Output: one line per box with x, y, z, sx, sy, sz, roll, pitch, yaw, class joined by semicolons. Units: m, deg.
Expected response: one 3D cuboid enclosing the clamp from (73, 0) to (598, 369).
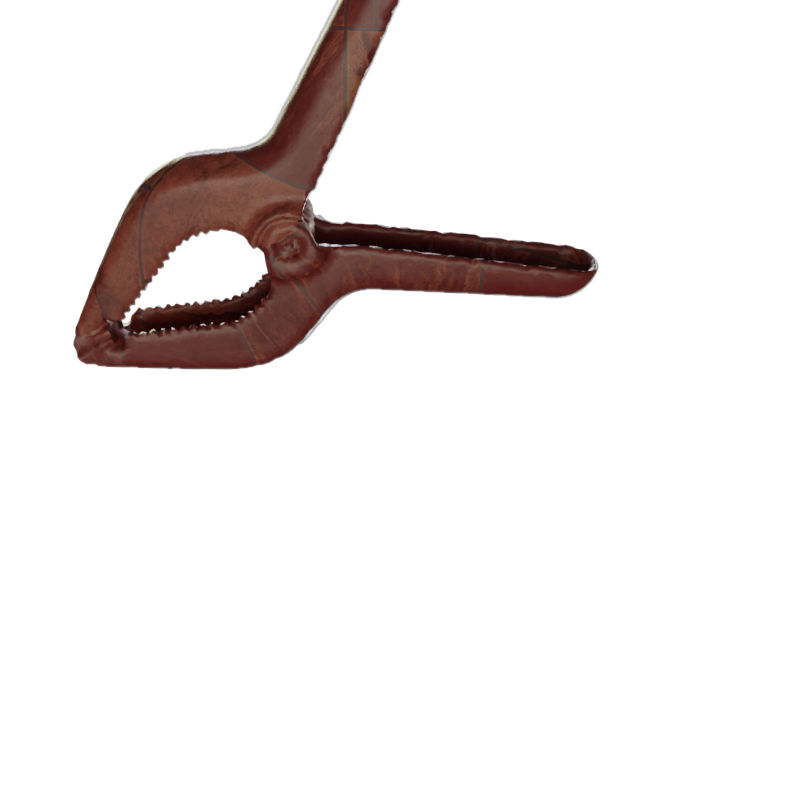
-0.035;-0.064;0.447;0.209;0.157;0.038;-33;21;14;clamp
